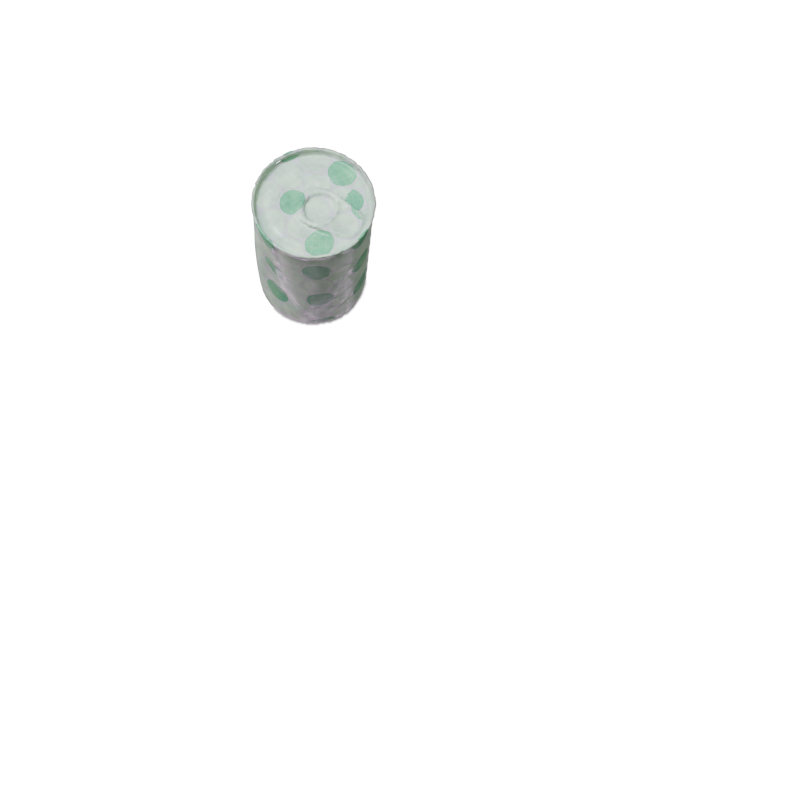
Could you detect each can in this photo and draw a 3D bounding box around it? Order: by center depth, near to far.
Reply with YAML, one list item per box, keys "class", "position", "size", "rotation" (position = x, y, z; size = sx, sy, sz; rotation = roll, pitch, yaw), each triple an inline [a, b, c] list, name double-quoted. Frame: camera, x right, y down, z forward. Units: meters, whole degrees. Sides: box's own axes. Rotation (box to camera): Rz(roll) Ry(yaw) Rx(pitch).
- class: "can"
  position: [-0.051, -0.092, 0.647]
  size: [0.068, 0.072, 0.097]
  rotation: [0, -21, -3]
